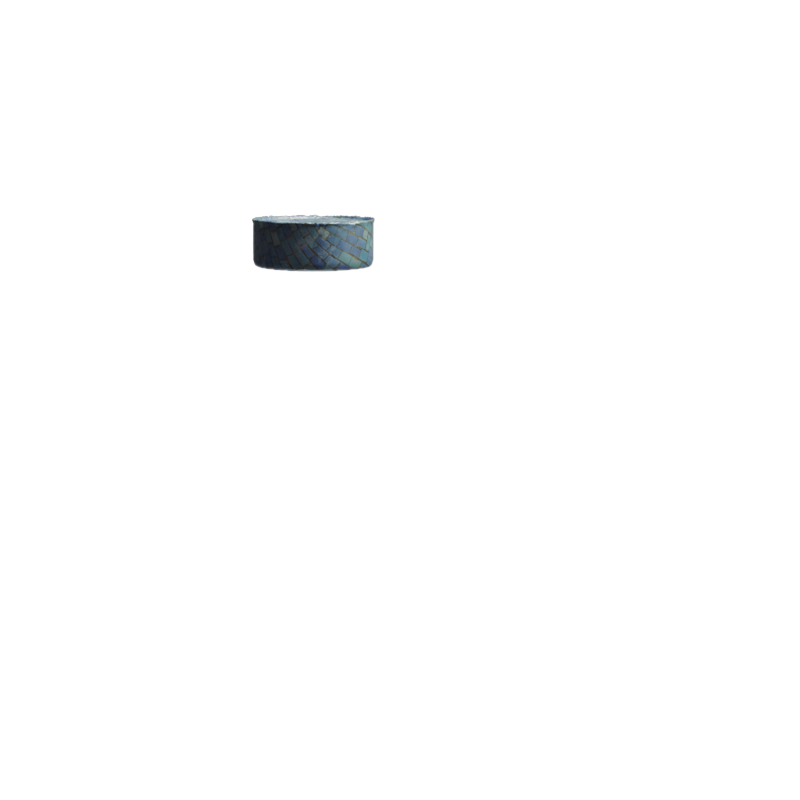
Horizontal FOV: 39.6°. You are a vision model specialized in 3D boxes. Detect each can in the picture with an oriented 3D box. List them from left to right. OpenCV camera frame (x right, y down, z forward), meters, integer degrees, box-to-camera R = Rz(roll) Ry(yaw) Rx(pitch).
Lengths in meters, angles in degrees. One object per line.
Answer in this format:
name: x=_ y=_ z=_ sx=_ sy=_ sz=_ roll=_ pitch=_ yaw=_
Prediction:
can: x=-0.061 y=-0.111 z=0.777 sx=0.086 sy=0.033 sz=0.088 roll=0 pitch=12 yaw=-2
